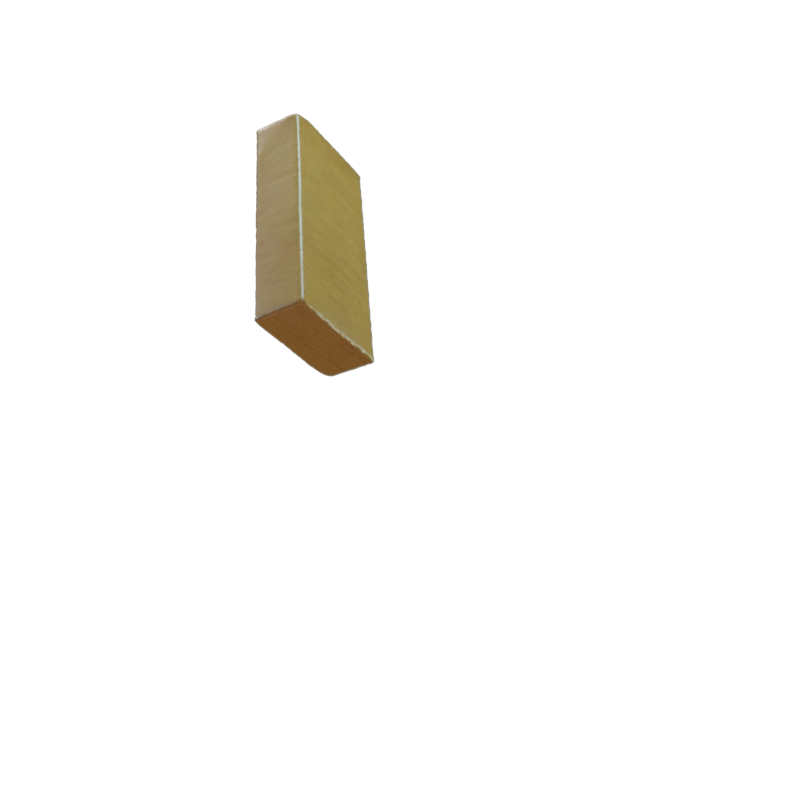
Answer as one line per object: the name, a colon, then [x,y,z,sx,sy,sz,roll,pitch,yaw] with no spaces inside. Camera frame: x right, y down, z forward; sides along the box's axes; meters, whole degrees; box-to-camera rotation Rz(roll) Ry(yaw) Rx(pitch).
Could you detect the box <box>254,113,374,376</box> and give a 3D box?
box: [-0.062,-0.114,0.799,0.048,0.189,0.086,-21,-38,25]
